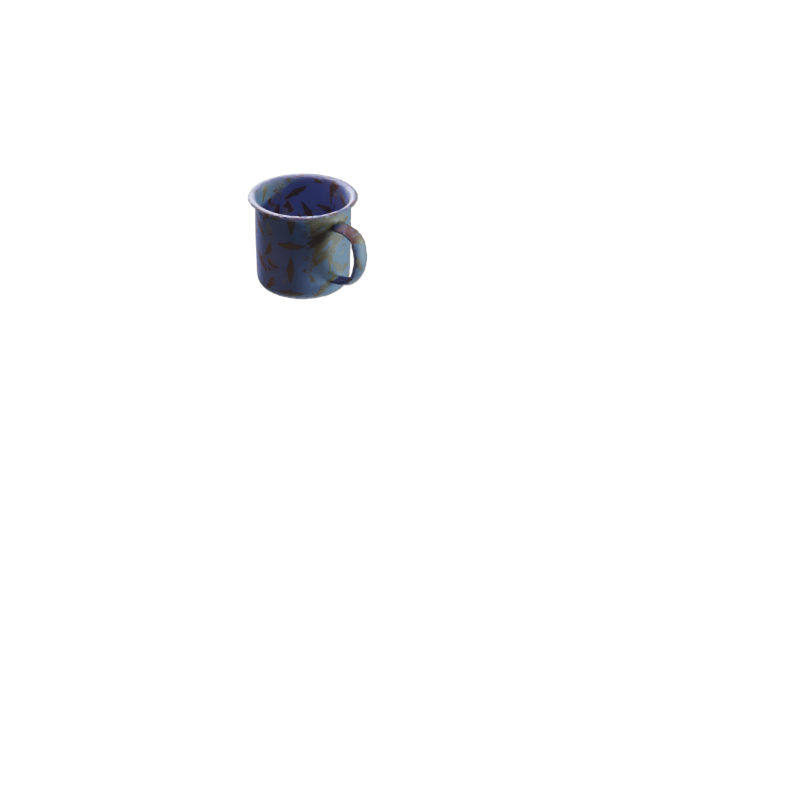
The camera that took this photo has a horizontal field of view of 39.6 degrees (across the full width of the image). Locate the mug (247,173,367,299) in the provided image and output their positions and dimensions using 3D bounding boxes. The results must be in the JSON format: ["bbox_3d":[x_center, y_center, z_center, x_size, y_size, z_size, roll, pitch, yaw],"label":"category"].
[{"bbox_3d":[-0.074,-0.135,0.948,0.124,0.077,0.093,25,38,33],"label":"mug"}]
